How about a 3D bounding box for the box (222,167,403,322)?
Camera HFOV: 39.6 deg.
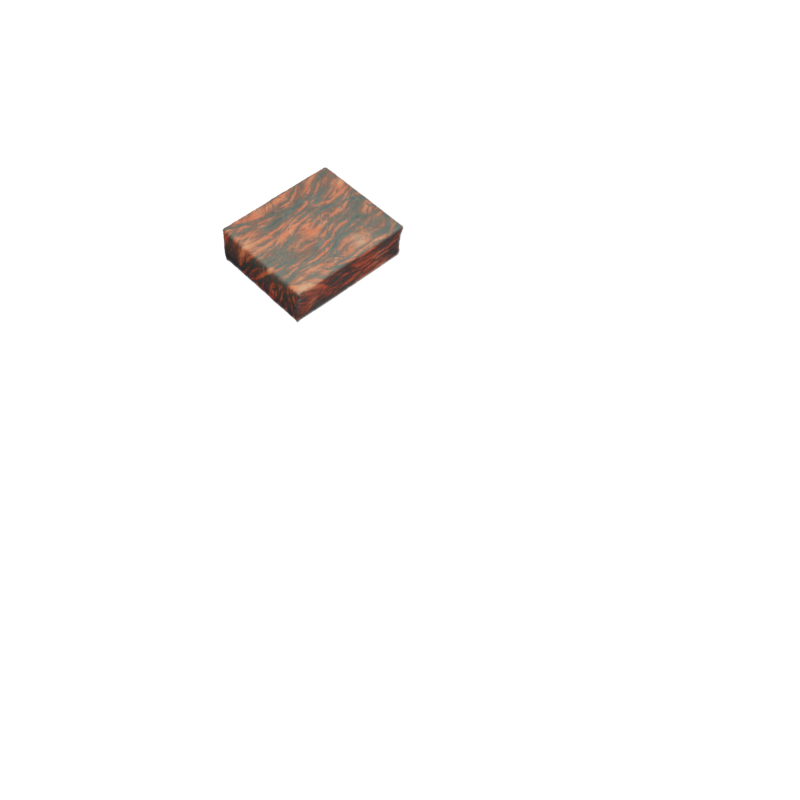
[{"bbox_3d":[-0.068,-0.124,0.869,0.114,0.036,0.096,-37,60,-26],"label":"box"}]
